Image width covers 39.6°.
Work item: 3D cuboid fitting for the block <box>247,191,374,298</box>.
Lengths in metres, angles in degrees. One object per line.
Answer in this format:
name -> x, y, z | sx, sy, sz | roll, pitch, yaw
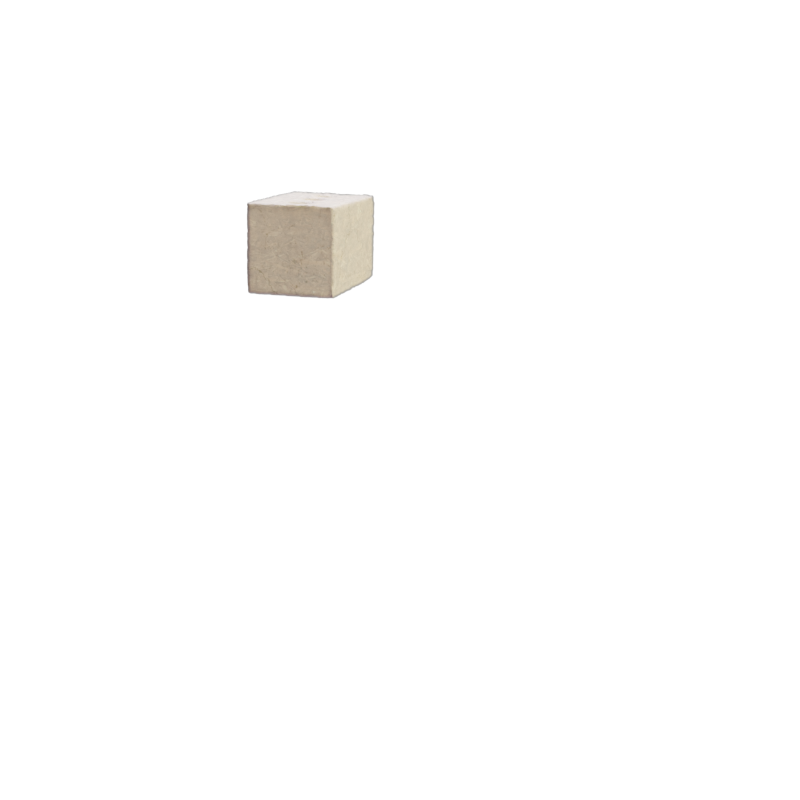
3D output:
block -> -0.050, -0.091, 0.638 | 0.054, 0.050, 0.078 | 4, 14, 15
